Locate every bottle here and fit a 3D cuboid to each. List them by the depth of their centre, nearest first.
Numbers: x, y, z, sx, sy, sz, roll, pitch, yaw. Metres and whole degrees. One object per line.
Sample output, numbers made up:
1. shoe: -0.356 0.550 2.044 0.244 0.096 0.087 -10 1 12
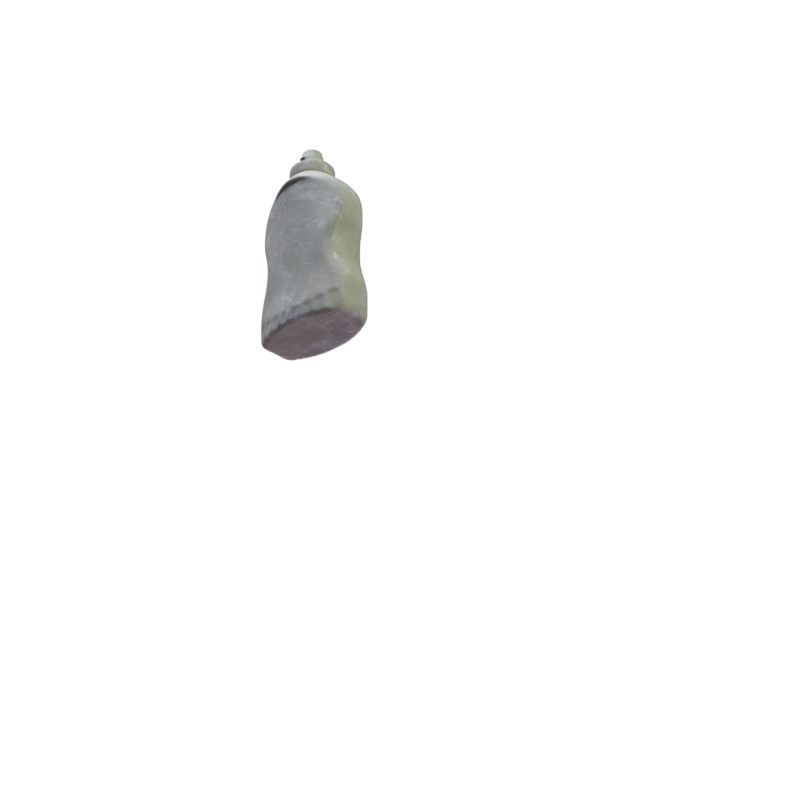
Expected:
1. bottle: -0.075 -0.136 0.949 0.096 0.205 0.055 -28 -40 34
